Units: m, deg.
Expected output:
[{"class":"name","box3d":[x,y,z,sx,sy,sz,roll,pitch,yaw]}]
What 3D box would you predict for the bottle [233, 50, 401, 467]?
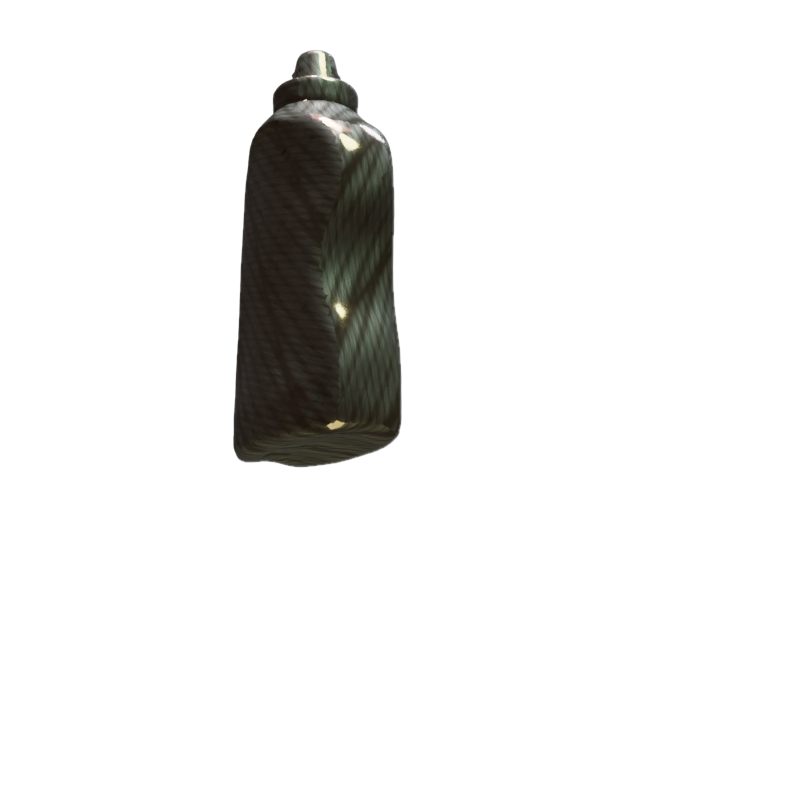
[{"class":"bottle","box3d":[-0.039,-0.072,0.504,0.056,0.201,0.096,10,-22,-29]}]
